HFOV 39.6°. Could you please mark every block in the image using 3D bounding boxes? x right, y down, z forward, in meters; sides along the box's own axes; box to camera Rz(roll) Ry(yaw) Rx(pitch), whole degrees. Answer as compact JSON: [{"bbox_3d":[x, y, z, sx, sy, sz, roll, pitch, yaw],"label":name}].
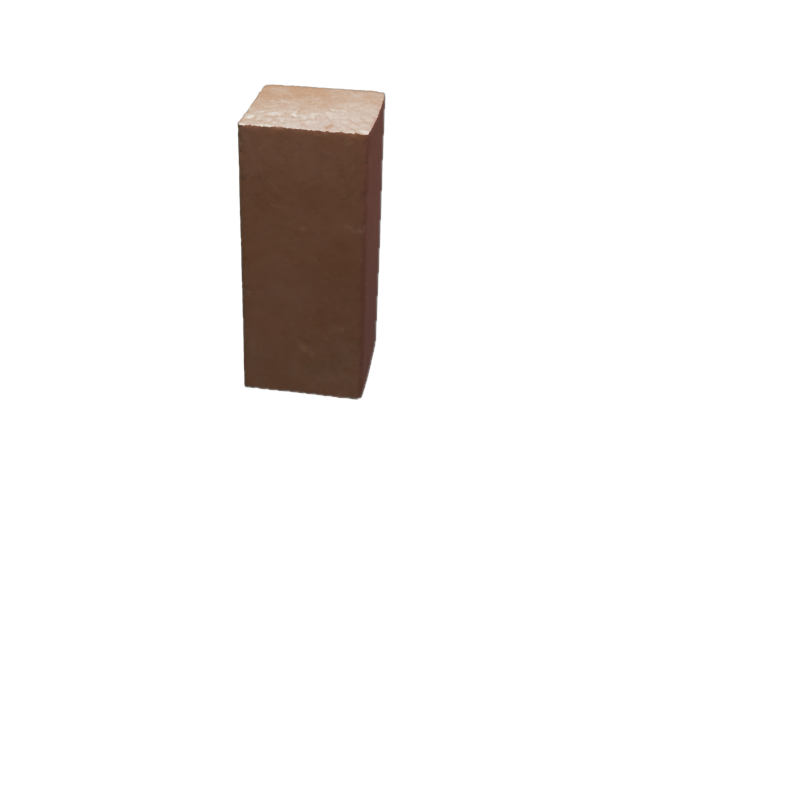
[{"bbox_3d":[-0.063,-0.115,0.805,0.092,0.195,0.094,6,29,7],"label":"block"}]
